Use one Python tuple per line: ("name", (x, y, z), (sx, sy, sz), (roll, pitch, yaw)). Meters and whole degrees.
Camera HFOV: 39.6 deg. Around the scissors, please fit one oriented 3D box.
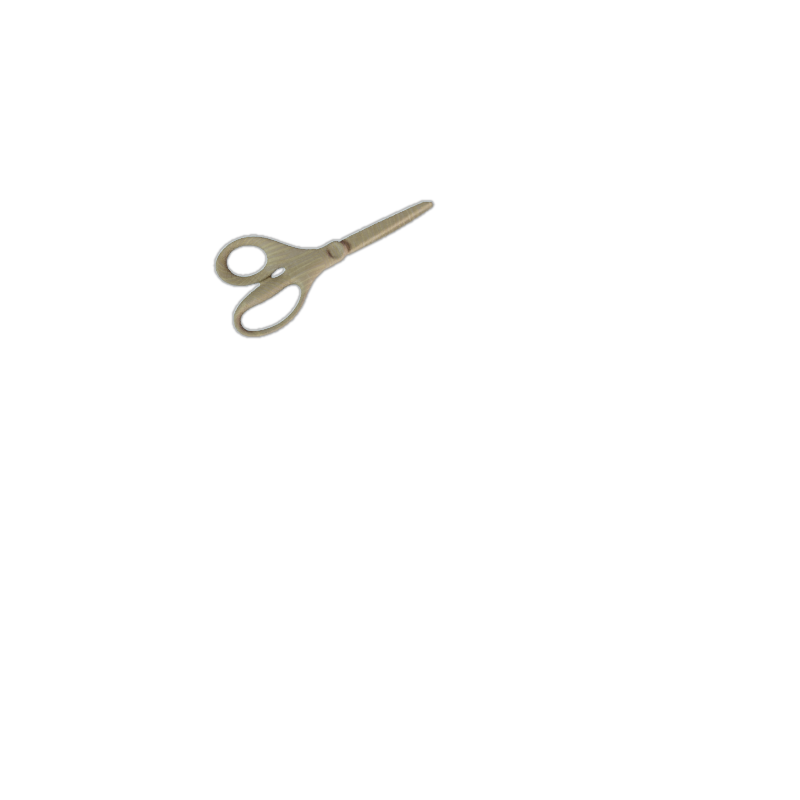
("scissors", (-0.075, -0.137, 0.963), (0.203, 0.099, 0.015), (-43, -9, -9))
